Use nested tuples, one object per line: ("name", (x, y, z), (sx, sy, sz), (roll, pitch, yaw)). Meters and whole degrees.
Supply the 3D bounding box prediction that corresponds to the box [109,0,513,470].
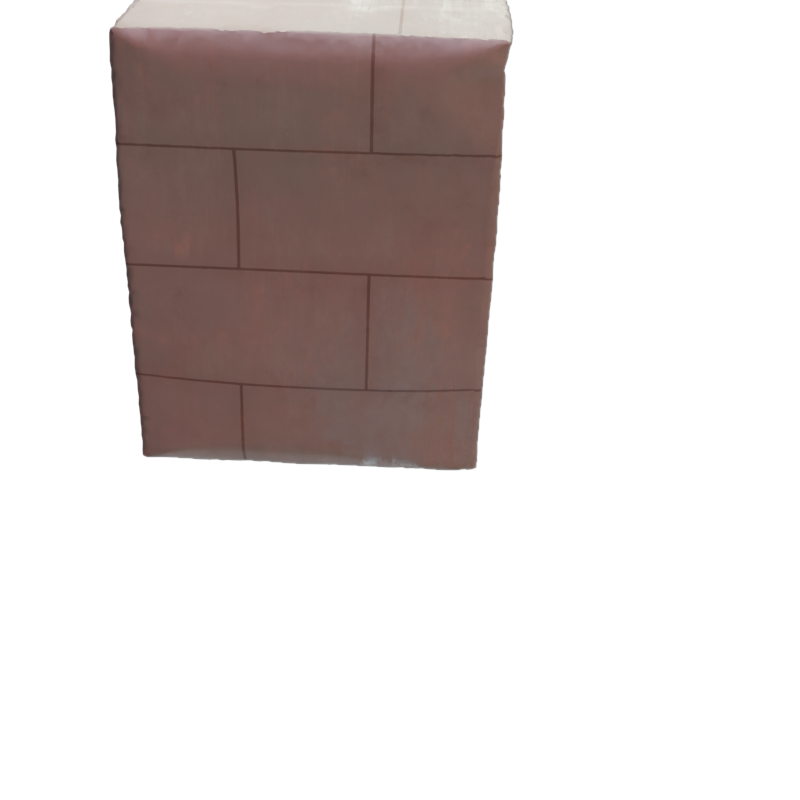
("box", (-0.040, -0.072, 0.505), (0.165, 0.201, 0.076), (4, 29, 3))
